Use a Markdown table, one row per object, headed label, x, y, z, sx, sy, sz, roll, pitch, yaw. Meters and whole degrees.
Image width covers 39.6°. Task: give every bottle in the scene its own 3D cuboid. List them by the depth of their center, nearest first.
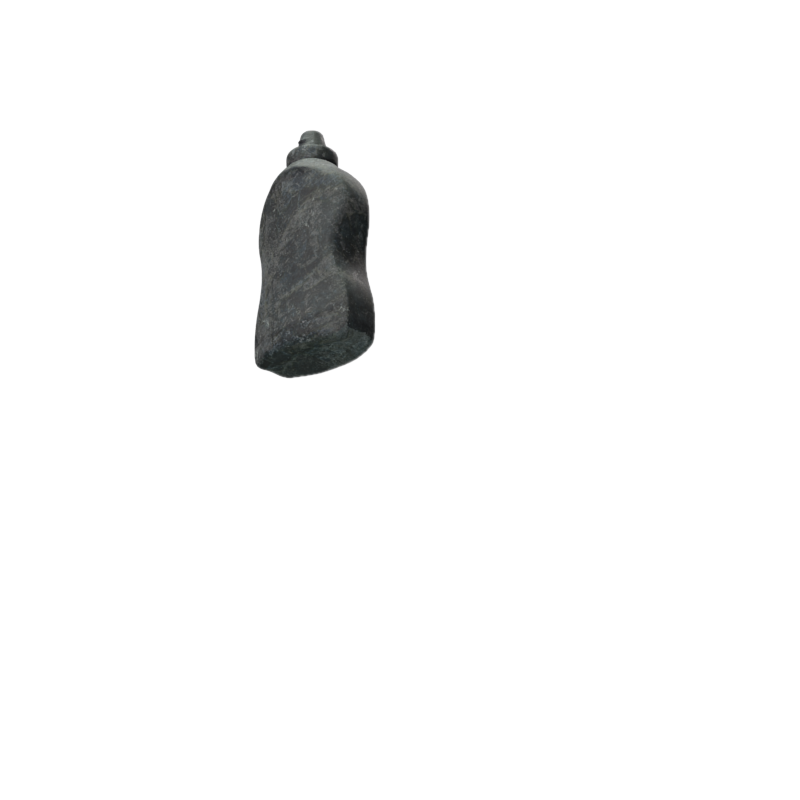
| label | x | y | z | sx | sy | sz | roll | pitch | yaw |
| --- | --- | --- | --- | --- | --- | --- | --- | --- | --- |
| bottle | -0.066 | -0.119 | 0.835 | 0.096 | 0.203 | 0.055 | -24 | -34 | 37 |
